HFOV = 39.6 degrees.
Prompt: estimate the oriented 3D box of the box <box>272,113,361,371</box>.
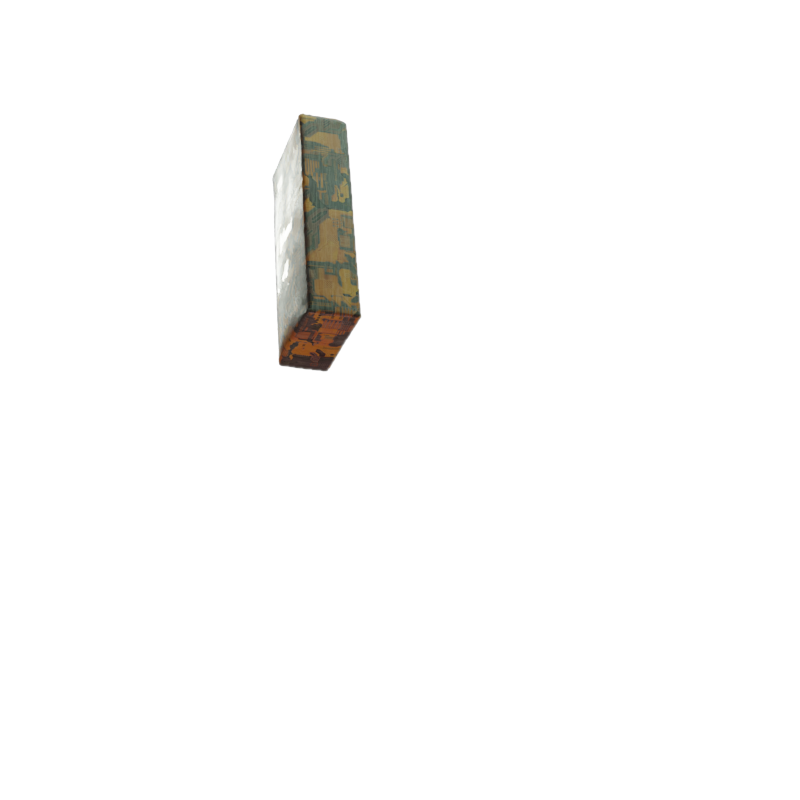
[{"bbox_3d":[-0.066,-0.121,0.849,0.047,0.188,0.090,8,-31,-17],"label":"box"}]
